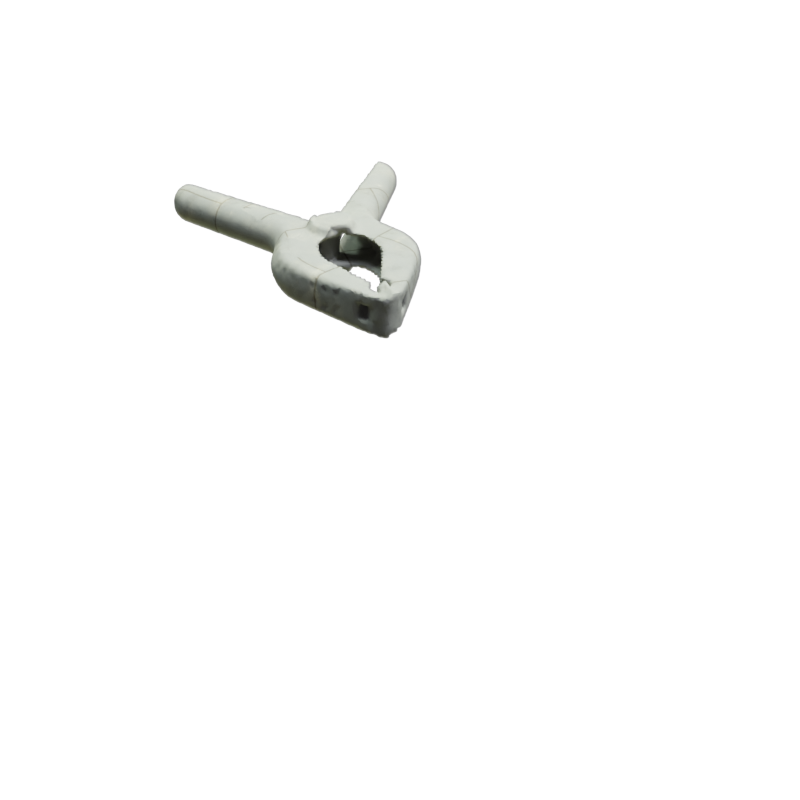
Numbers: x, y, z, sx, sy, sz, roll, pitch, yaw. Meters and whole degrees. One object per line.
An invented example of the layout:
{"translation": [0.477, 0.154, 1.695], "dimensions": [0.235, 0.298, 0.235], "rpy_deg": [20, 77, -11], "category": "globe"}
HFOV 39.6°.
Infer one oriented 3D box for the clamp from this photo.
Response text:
{"translation": [-0.057, -0.103, 0.722], "dimensions": [0.162, 0.034, 0.226], "rpy_deg": [-8, 33, -12], "category": "clamp"}
